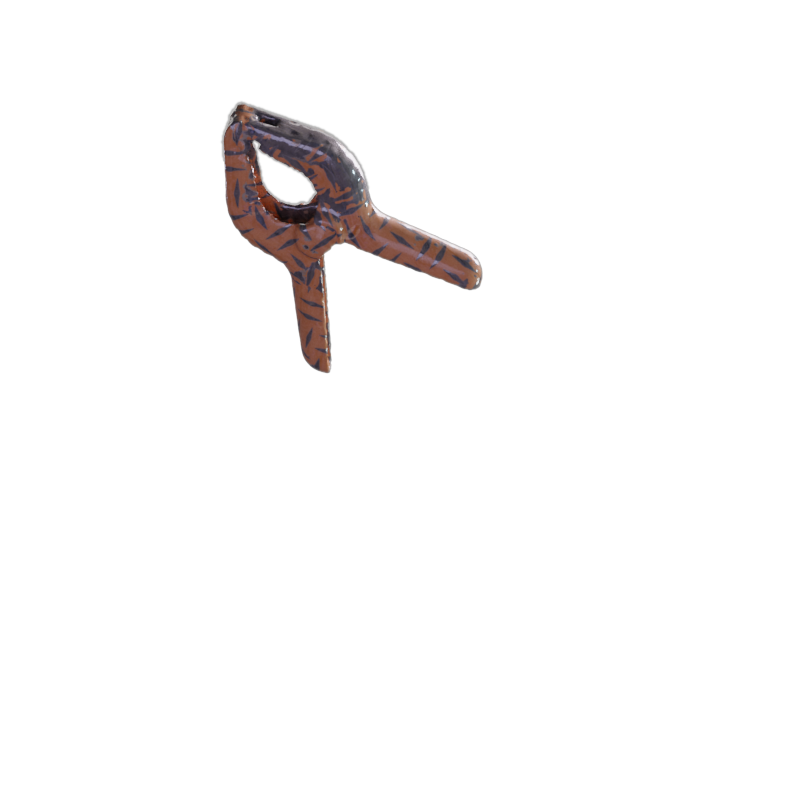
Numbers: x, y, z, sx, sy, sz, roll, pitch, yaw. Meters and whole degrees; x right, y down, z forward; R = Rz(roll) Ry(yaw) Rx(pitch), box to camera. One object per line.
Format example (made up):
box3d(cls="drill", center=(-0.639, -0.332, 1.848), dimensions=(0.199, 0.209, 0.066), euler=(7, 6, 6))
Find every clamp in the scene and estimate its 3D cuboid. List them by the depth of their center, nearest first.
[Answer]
box3d(cls="clamp", center=(-0.050, -0.090, 0.633), dimensions=(0.119, 0.164, 0.041), euler=(-42, 18, 17))
